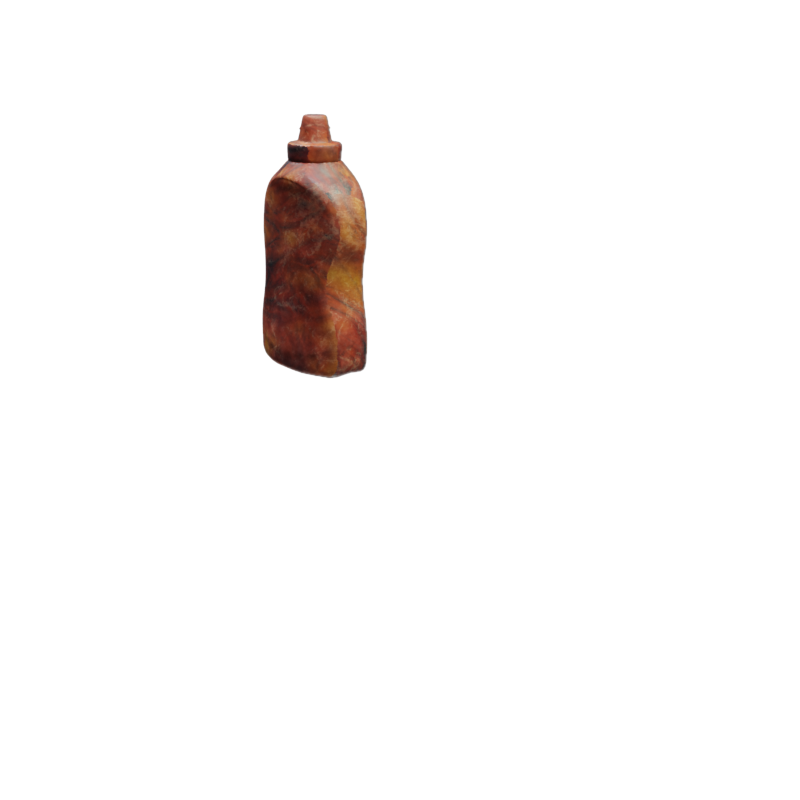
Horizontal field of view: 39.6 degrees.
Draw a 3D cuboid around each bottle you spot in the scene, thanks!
[{"bbox_3d":[-0.065,-0.120,0.840,0.057,0.186,0.102,-9,17,-37],"label":"bottle"}]
